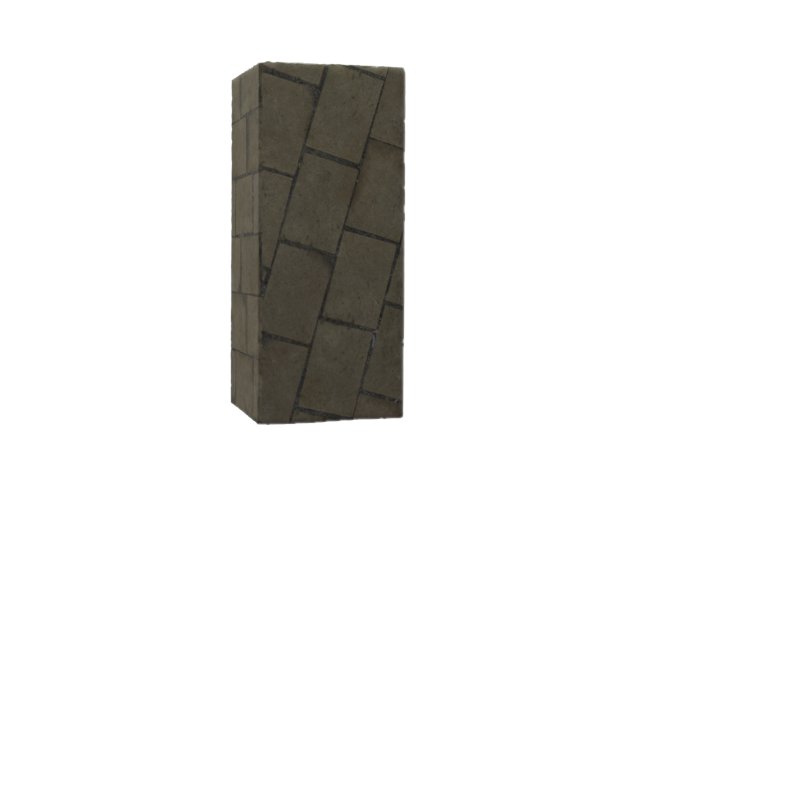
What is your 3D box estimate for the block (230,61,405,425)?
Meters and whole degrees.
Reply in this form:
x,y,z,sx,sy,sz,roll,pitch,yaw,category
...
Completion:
x,y,z,sx,sy,sz,roll,pitch,yaw,category
-0.052,-0.097,0.677,0.088,0.206,0.093,-1,2,-18,block
